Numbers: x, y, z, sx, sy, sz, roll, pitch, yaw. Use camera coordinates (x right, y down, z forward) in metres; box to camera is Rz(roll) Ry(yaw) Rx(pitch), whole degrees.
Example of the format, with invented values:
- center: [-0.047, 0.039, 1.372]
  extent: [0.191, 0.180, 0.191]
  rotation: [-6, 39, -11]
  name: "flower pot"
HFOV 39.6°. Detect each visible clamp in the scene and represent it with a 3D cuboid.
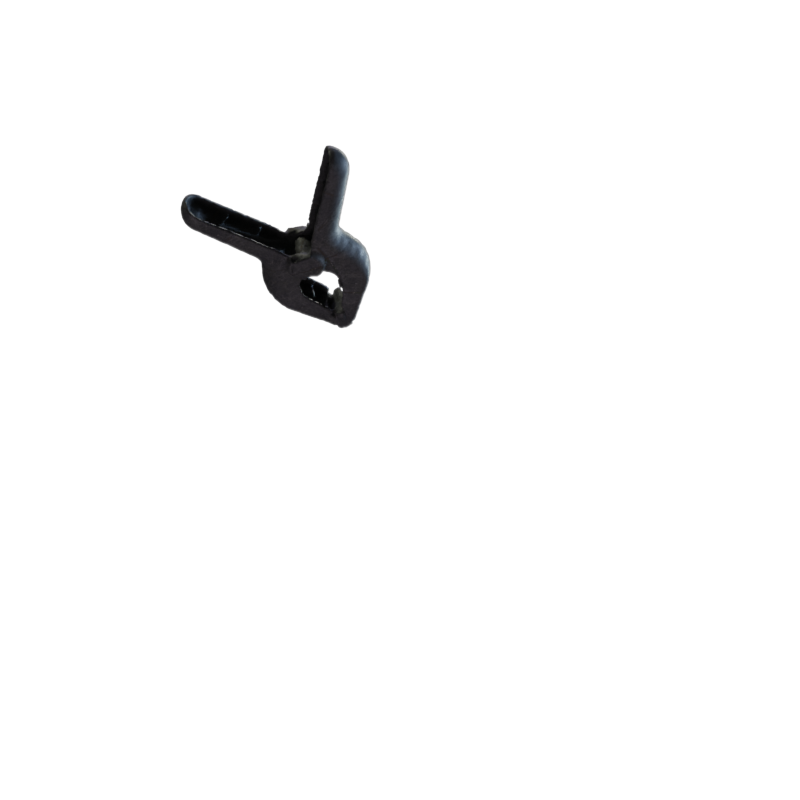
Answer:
- center: [-0.062, -0.113, 0.790]
  extent: [0.121, 0.042, 0.159]
  rotation: [-17, -35, 25]
  name: "clamp"
